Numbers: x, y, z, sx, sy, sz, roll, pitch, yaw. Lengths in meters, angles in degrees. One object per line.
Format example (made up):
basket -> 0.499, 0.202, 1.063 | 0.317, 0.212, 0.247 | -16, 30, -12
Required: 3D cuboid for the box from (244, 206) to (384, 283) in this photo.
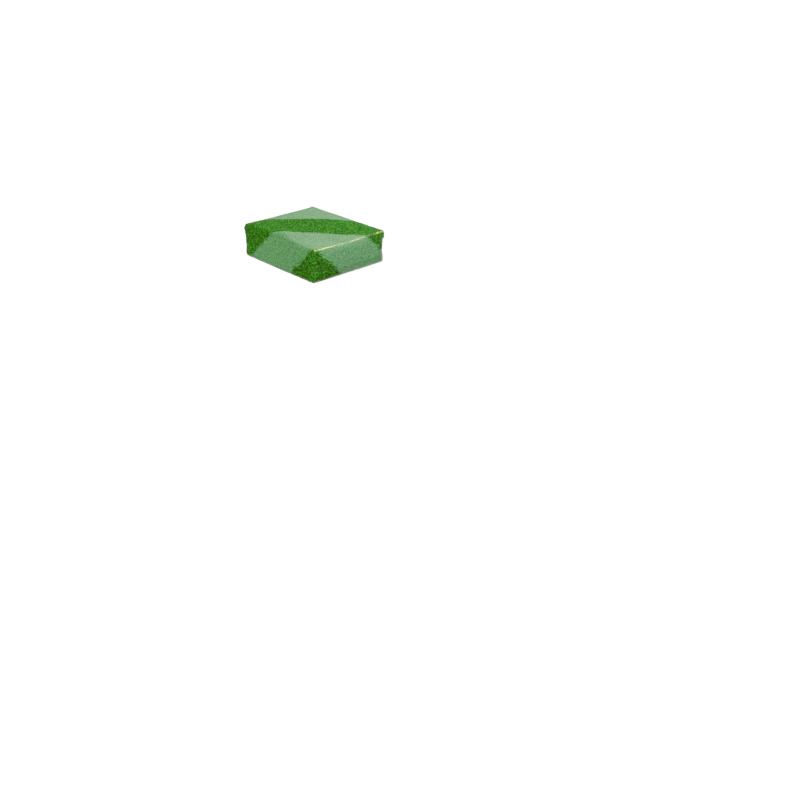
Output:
box -> -0.069, -0.126, 0.885 | 0.072, 0.029, 0.095 | -21, 33, -37
